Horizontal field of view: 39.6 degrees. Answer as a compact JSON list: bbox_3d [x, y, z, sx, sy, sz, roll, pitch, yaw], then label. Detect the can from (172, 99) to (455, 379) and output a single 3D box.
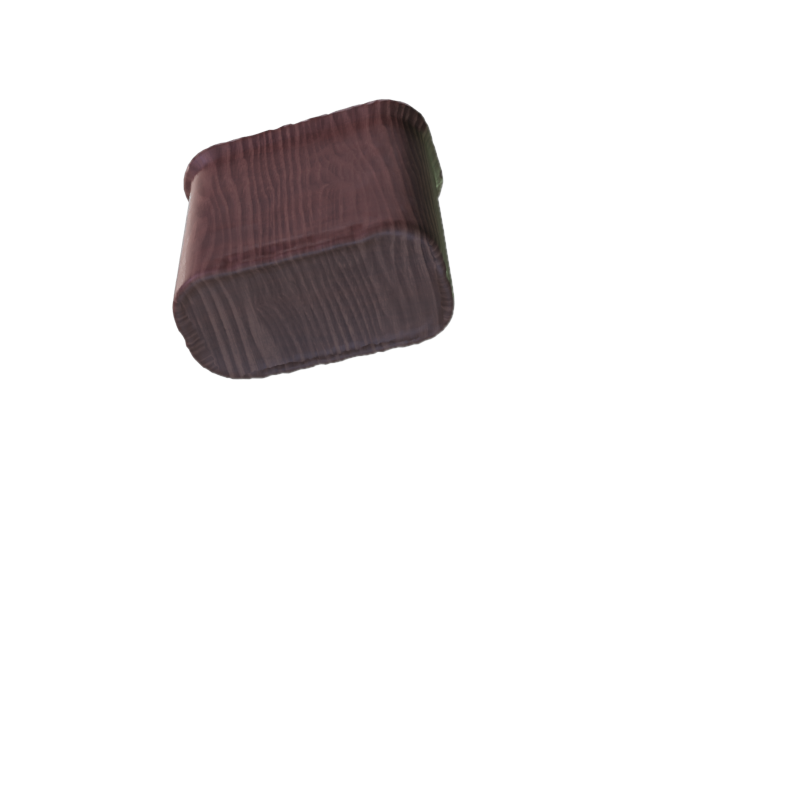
[{"bbox_3d":[-0.033,-0.059,0.414,0.102,0.053,0.090,-13,40,9],"label":"can"}]
